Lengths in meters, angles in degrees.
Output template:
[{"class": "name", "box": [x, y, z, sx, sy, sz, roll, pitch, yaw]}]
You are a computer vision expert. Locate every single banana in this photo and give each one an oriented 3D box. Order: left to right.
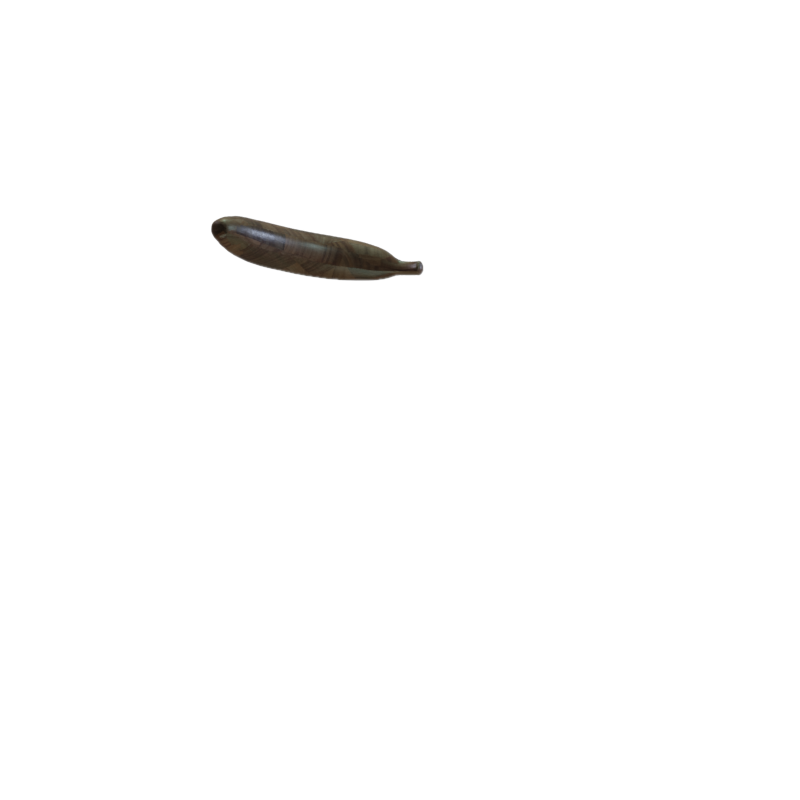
[{"class": "banana", "box": [-0.079, -0.129, 0.942, 0.190, 0.038, 0.070, 6, -13, -29]}]
